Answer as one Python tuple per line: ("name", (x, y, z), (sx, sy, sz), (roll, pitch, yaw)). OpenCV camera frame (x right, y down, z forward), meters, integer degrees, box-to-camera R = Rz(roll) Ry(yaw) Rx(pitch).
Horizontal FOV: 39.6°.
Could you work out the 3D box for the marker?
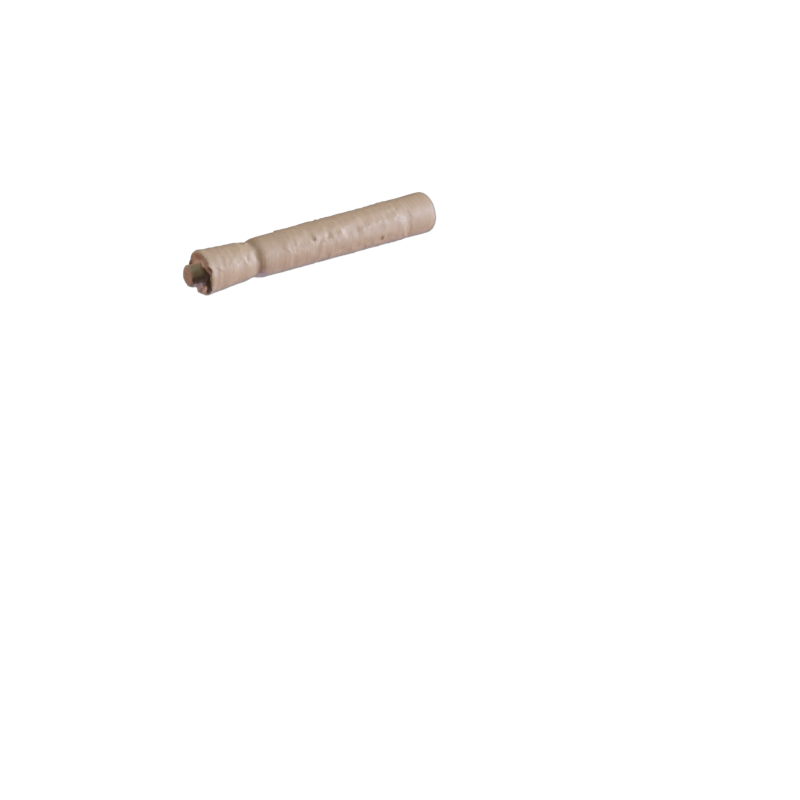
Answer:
("marker", (-0.037, -0.067, 0.469), (0.119, 0.019, 0.021), (-21, 15, -32))
